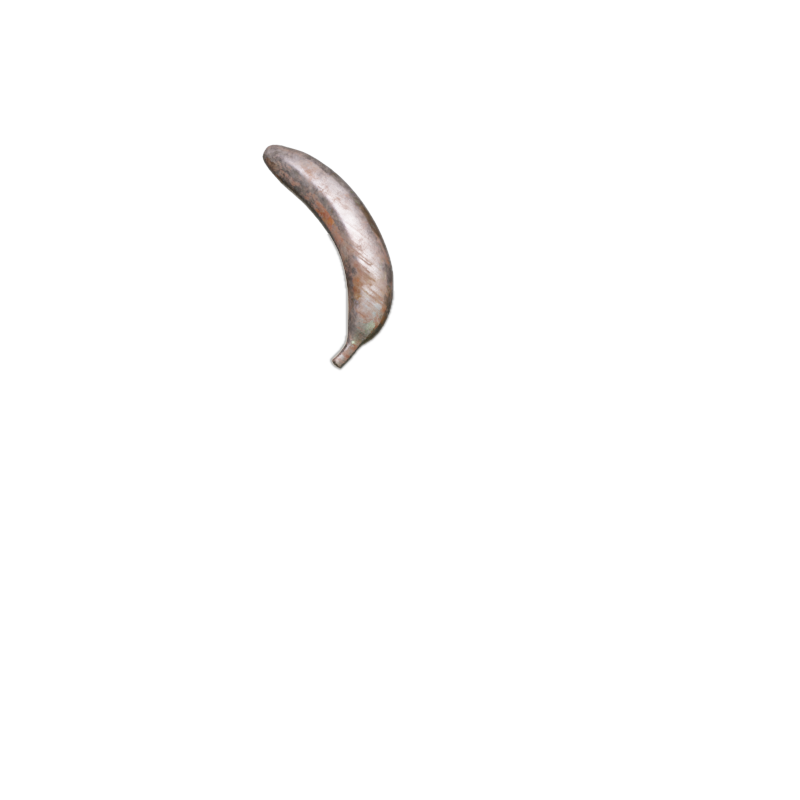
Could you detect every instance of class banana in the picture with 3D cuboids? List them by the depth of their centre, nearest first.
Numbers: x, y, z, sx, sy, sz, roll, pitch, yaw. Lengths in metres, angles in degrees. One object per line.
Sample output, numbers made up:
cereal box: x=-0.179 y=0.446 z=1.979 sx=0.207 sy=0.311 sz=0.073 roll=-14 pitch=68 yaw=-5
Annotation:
banana: x=-0.050 y=-0.127 z=0.877 sx=0.069 sy=0.209 sz=0.035 roll=-17 pitch=-22 yaw=-8
